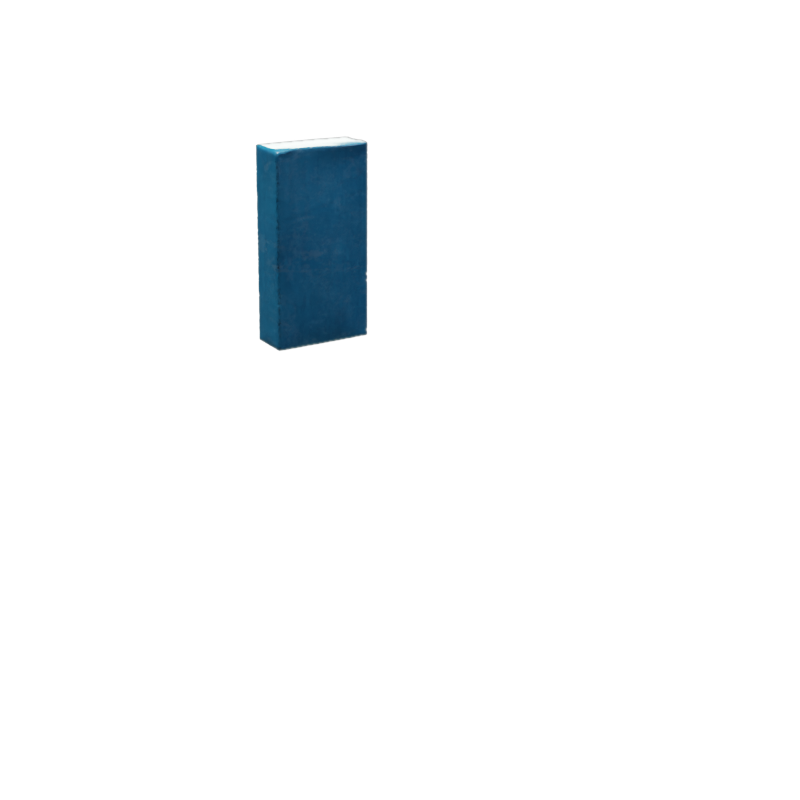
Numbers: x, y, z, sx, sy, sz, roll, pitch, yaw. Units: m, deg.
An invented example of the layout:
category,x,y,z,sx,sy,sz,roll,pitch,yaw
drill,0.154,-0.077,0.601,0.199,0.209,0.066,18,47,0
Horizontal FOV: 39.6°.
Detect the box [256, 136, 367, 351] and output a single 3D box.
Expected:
category,x,y,z,sx,sy,sz,roll,pitch,yaw
box,-0.076,-0.138,0.970,0.091,0.170,0.051,-10,20,-30
